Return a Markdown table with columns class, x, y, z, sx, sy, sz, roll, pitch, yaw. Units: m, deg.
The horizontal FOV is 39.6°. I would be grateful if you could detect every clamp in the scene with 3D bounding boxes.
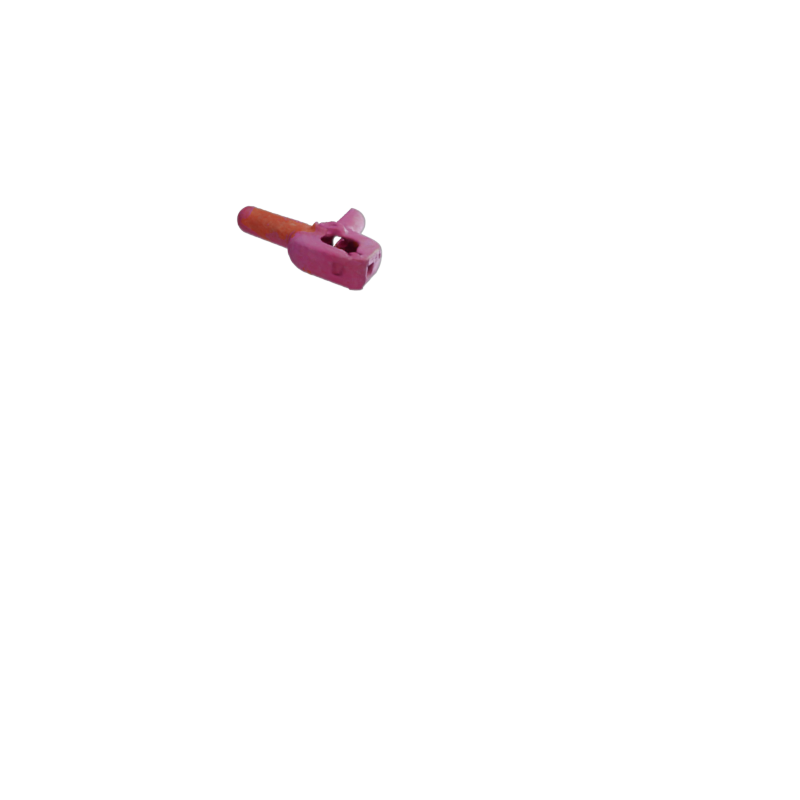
| class | x | y | z | sx | sy | sz | roll | pitch | yaw |
| --- | --- | --- | --- | --- | --- | --- | --- | --- | --- |
| clamp | -0.074 | -0.136 | 0.951 | 0.119 | 0.038 | 0.181 | -4 | 22 | -11 |
